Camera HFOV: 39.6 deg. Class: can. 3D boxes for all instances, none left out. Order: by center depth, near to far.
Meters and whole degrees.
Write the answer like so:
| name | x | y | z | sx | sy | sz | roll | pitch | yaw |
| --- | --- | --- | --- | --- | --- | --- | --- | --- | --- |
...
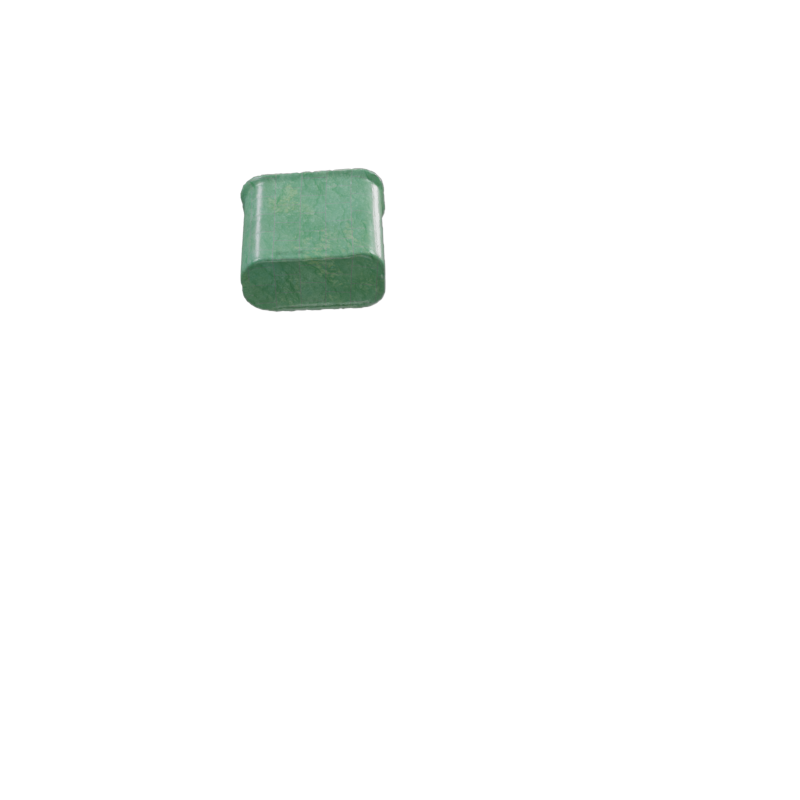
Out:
| name | x | y | z | sx | sy | sz | roll | pitch | yaw |
| --- | --- | --- | --- | --- | --- | --- | --- | --- | --- |
| can | -0.060 | -0.109 | 0.763 | 0.102 | 0.090 | 0.053 | -3 | -41 | 2 |
